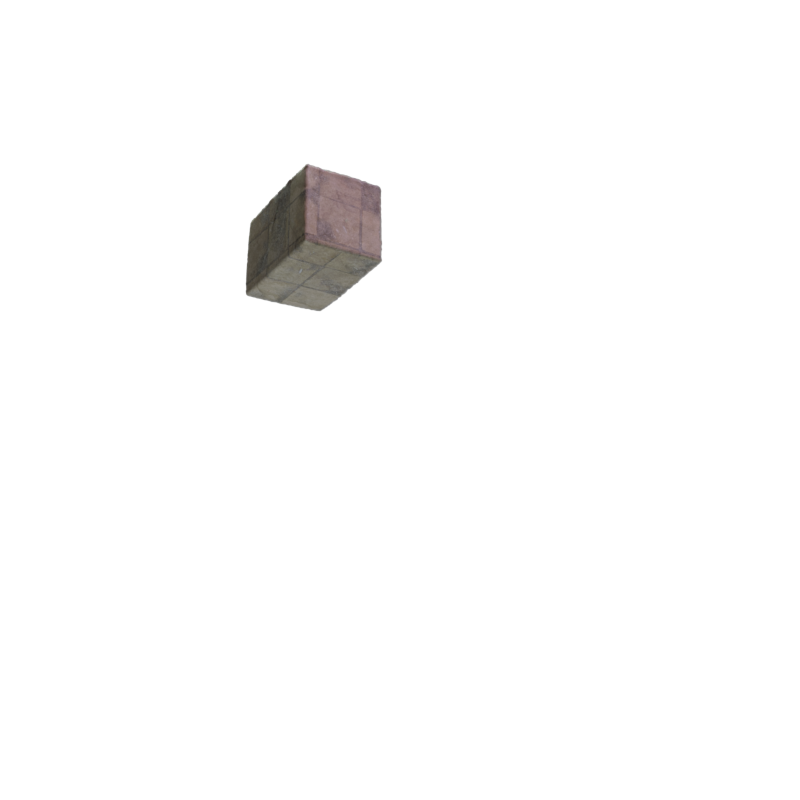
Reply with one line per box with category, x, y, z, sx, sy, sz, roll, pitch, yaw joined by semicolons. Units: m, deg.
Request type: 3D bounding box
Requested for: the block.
block;-0.052;-0.094;0.660;0.050;0.054;0.077;14;-29;-29
